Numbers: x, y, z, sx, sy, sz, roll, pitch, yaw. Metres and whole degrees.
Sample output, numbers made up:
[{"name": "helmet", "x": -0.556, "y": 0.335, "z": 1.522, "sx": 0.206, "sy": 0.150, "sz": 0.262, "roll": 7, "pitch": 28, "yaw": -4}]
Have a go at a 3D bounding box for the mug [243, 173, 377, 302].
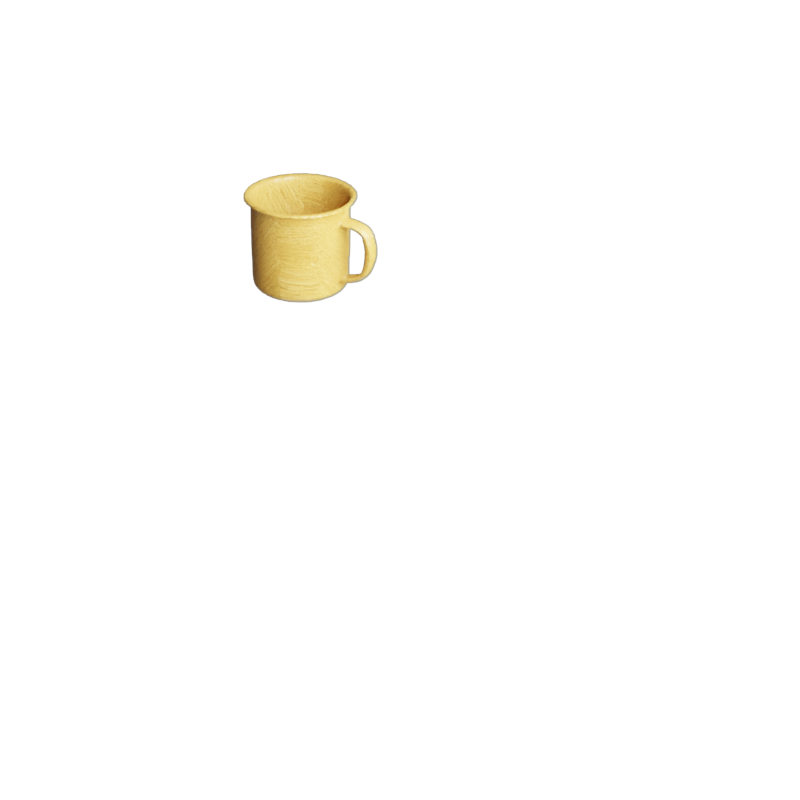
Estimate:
[{"name": "mug", "x": -0.071, "y": -0.130, "z": 0.912, "sx": 0.122, "sy": 0.077, "sz": 0.095, "roll": 15, "pitch": 32, "yaw": 24}]
